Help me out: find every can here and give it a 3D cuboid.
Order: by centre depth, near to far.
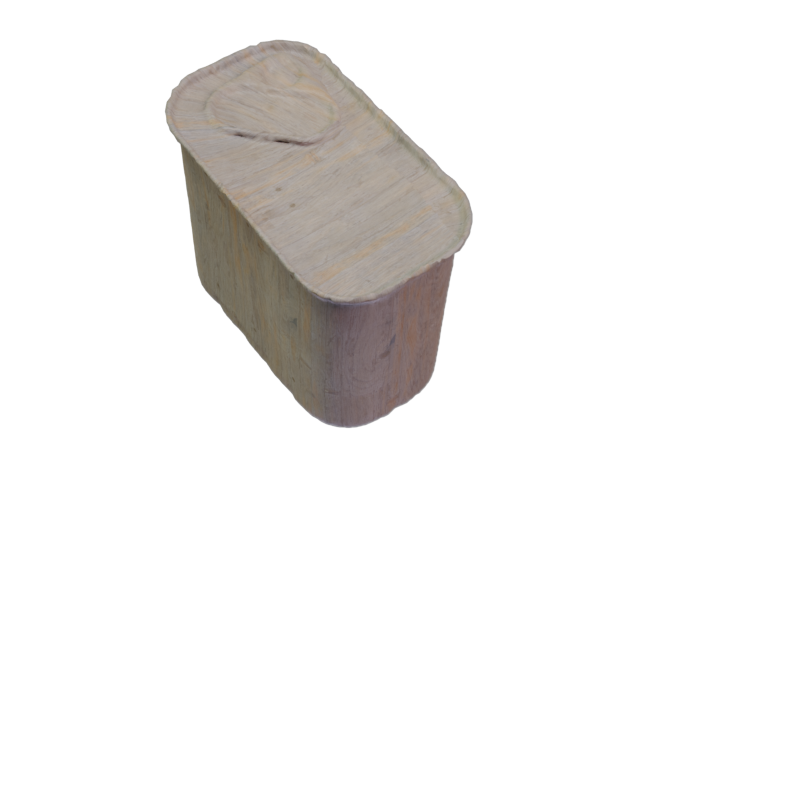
[{"bbox_3d":[-0.028,-0.051,0.358,0.057,0.109,0.078,-30,-27,-20],"label":"can"}]
